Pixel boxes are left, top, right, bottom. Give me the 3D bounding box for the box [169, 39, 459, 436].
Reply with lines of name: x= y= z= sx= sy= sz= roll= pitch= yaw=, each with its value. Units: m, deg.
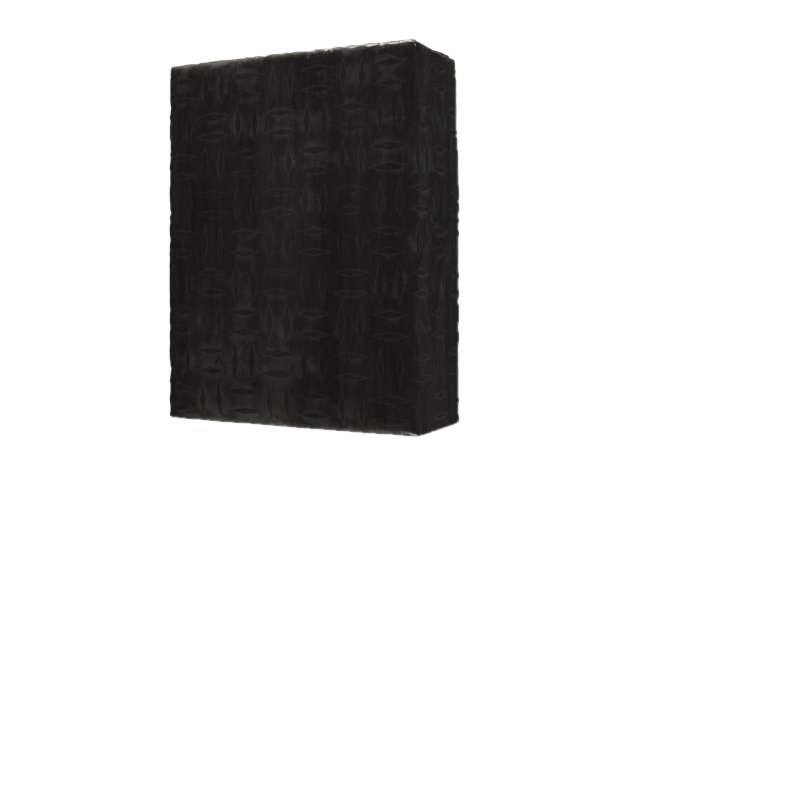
box: x=-0.051 y=-0.093 z=0.654 sx=0.169 sy=0.215 sz=0.069 roll=1 pitch=-1 yaw=27
